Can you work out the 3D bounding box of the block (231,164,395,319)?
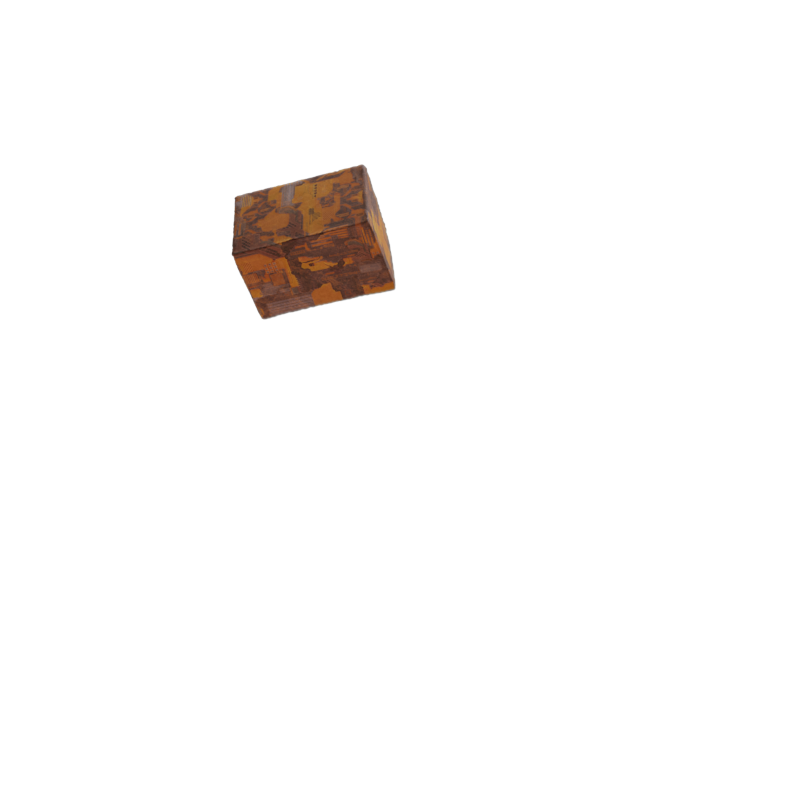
[{"bbox_3d":[-0.047,-0.087,0.606,0.078,0.055,0.049,-12,-46,10],"label":"block"}]
